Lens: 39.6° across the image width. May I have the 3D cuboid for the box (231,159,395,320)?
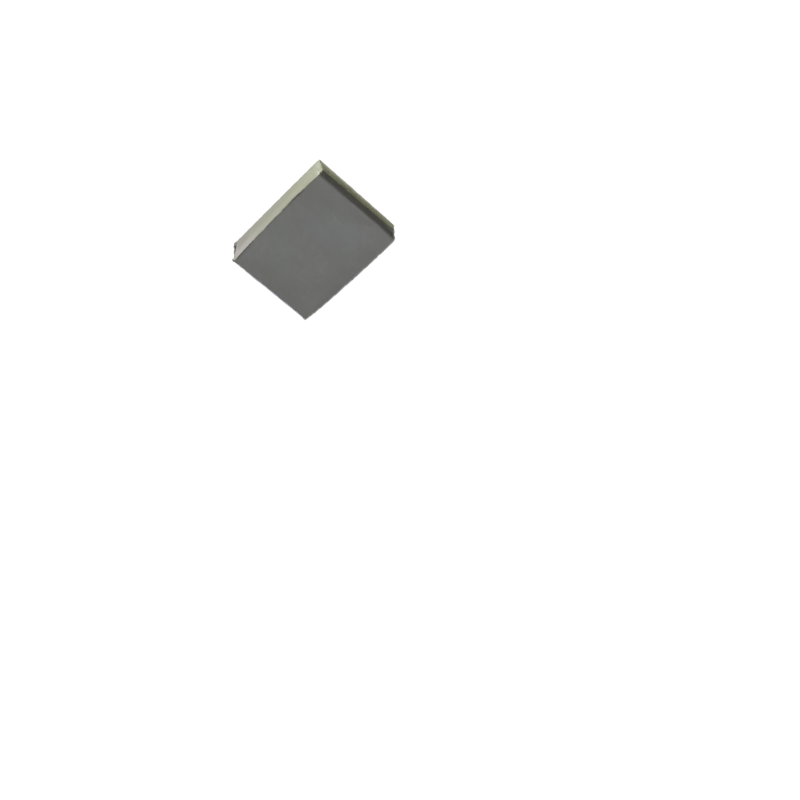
[{"bbox_3d":[-0.074,-0.135,0.947,0.086,0.112,0.041,41,19,-19],"label":"box"}]
